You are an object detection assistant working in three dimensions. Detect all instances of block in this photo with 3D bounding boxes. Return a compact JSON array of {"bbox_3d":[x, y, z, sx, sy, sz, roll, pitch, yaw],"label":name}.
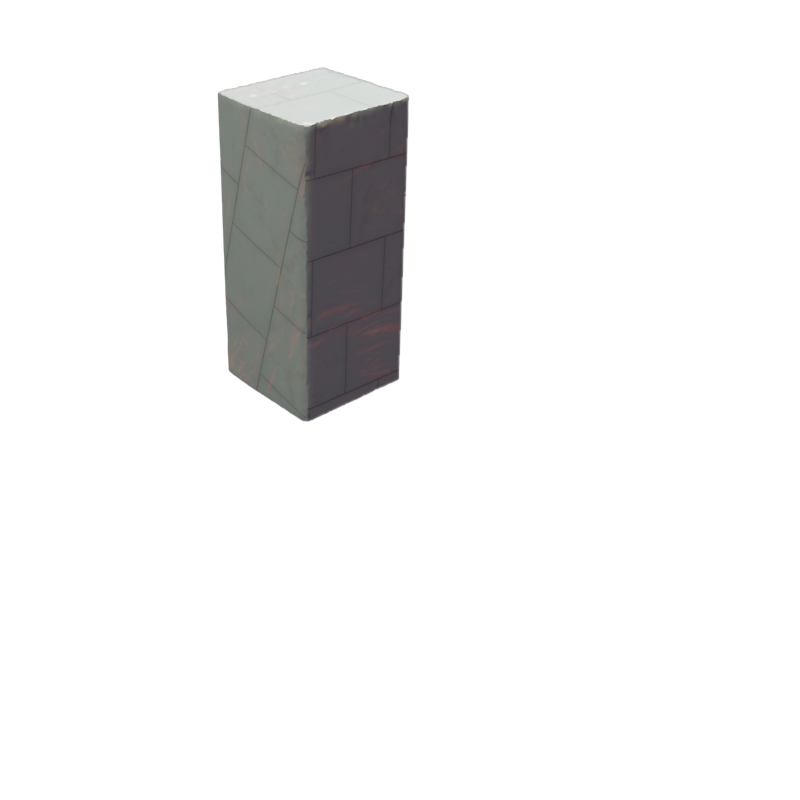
[{"bbox_3d":[-0.058,-0.105,0.738,0.090,0.195,0.096,-21,35,-37],"label":"block"}]
